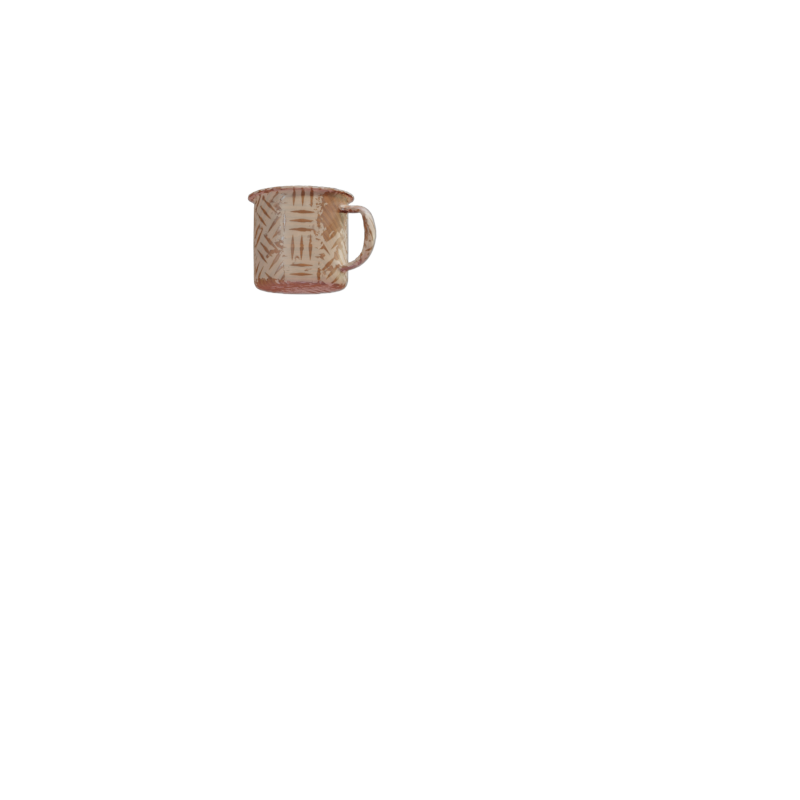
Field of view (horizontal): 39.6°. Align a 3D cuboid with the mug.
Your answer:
[{"bbox_3d":[-0.075,-0.136,0.952,0.120,0.083,0.089,-2,-6,24],"label":"mug"}]
